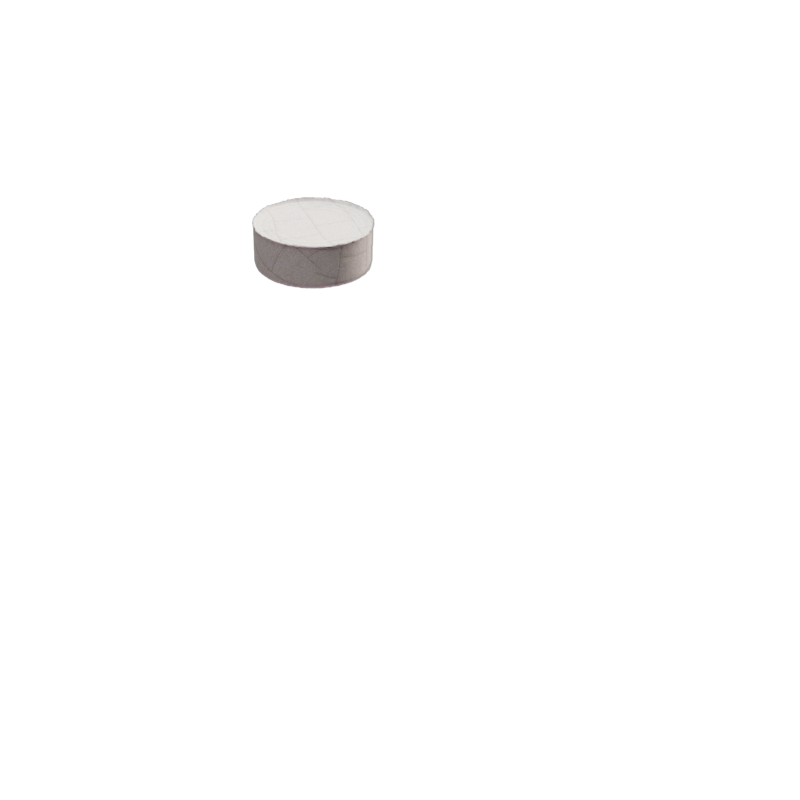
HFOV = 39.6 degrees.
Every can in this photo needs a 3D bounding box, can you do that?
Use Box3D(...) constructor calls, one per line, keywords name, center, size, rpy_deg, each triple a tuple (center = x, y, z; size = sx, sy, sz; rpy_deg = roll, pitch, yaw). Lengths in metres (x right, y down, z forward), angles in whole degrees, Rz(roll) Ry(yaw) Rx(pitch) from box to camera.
Box3D(name="can", center=(-0.061, -0.112, 0.783), size=(0.086, 0.032, 0.091), rpy_deg=(-1, 31, -2))
